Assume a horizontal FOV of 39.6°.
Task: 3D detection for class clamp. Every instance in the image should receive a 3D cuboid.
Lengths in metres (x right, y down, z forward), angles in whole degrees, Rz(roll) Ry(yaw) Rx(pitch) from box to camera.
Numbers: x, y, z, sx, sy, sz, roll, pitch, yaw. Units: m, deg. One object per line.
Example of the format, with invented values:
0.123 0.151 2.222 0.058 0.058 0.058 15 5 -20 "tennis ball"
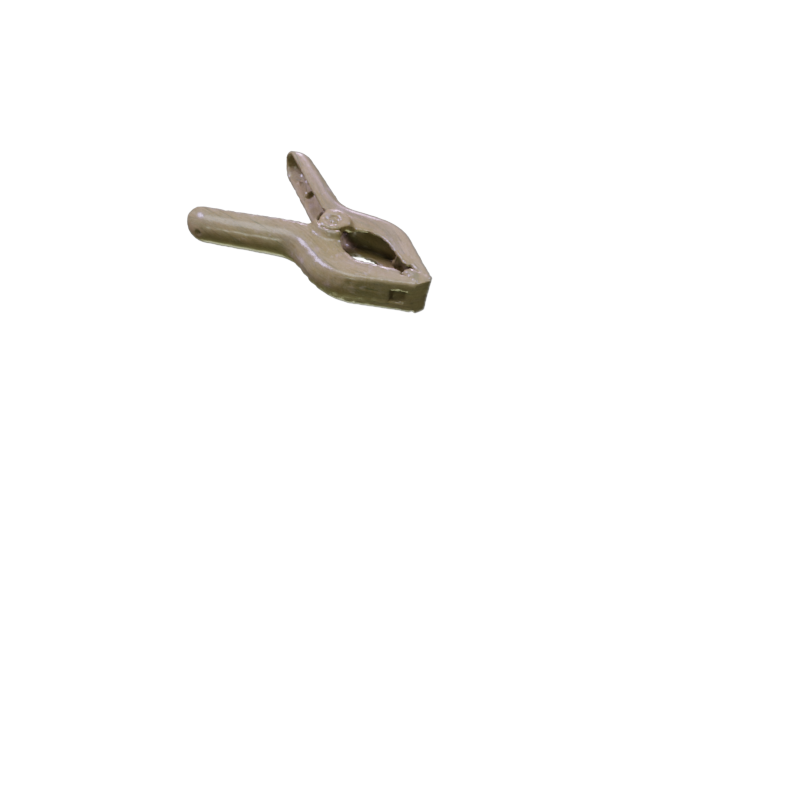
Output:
-0.060 -0.109 0.762 0.120 0.036 0.183 -33 54 -29 "clamp"
